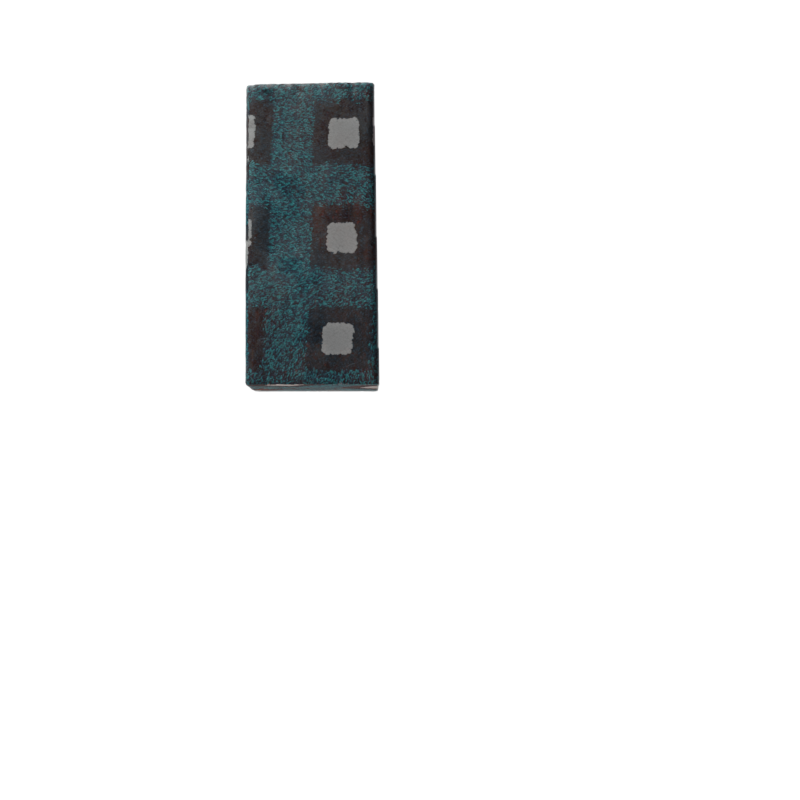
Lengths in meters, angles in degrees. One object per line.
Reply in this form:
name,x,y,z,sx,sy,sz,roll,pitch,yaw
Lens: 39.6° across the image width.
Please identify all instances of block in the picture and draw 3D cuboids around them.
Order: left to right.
block,-0.062,-0.112,0.784,0.091,0.211,0.088,-1,-9,0
